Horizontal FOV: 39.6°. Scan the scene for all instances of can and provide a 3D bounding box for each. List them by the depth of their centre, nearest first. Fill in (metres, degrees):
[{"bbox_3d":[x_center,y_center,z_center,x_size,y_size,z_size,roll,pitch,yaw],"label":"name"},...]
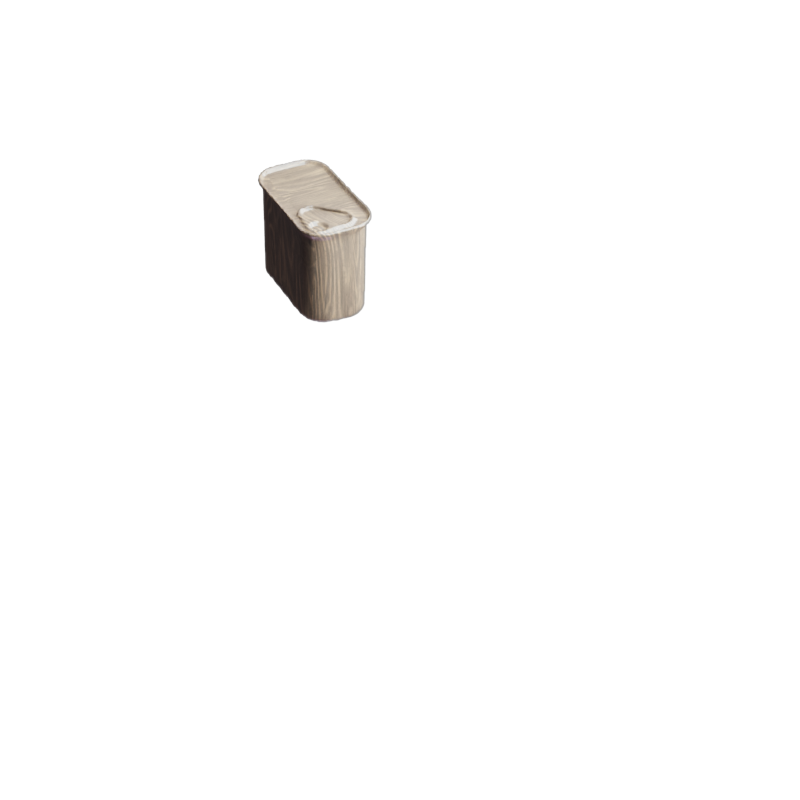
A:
[{"bbox_3d":[-0.065,-0.119,0.834,0.057,0.078,0.110,-17,42,-23],"label":"can"}]
